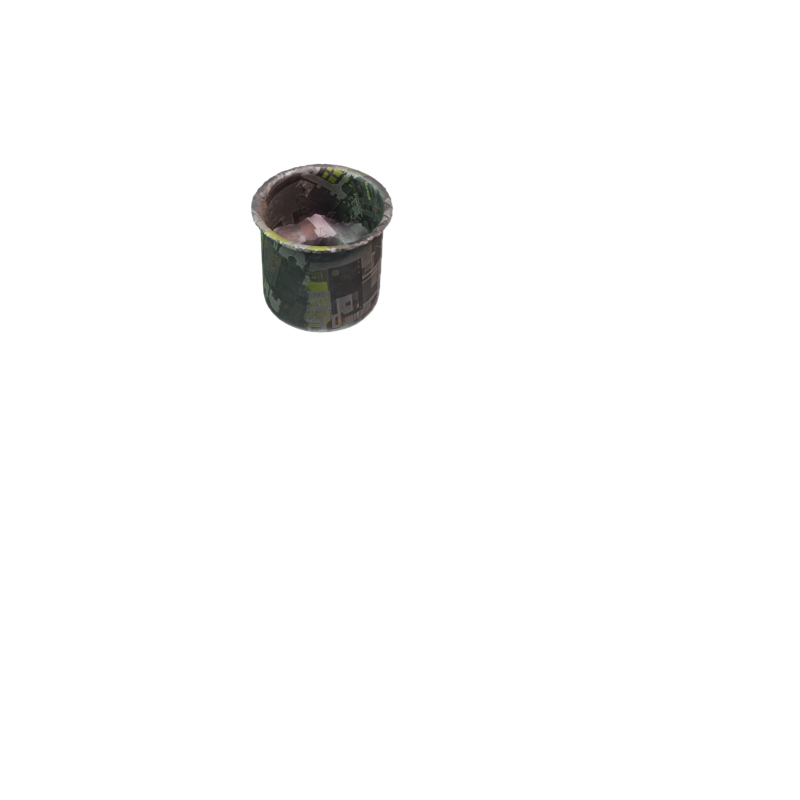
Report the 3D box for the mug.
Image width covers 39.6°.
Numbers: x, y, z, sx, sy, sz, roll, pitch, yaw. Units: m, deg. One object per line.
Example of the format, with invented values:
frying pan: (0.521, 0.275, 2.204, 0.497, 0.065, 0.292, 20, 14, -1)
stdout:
mug: (-0.059, -0.108, 0.758, 0.092, 0.076, 0.127, -21, 48, -22)
